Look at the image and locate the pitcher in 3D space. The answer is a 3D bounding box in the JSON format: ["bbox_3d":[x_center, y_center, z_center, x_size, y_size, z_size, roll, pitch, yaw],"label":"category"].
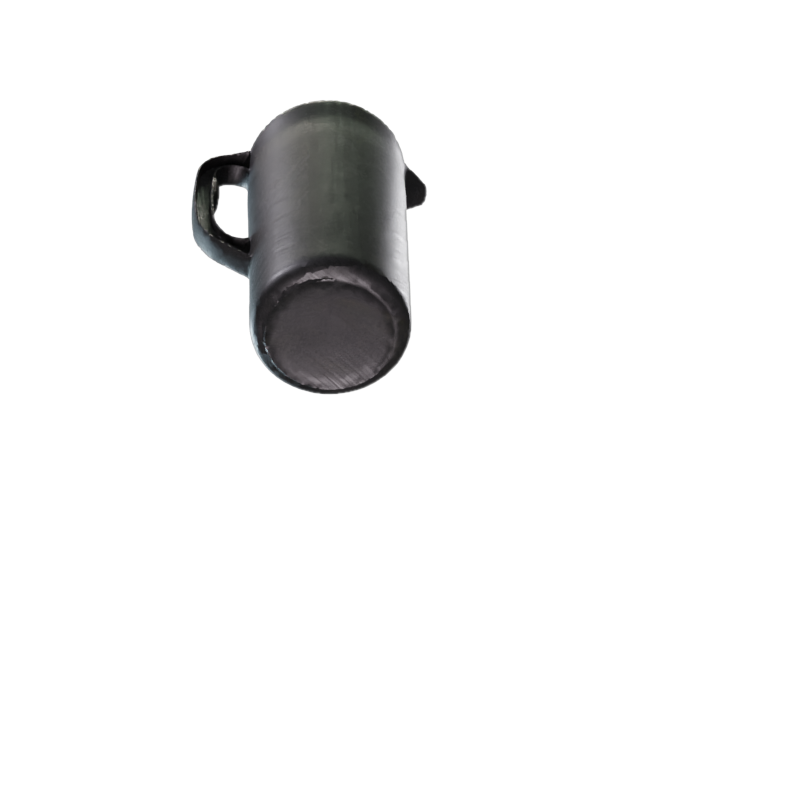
[{"bbox_3d":[-0.065,-0.118,0.828,0.149,0.136,0.259,-31,31,17],"label":"pitcher"}]
